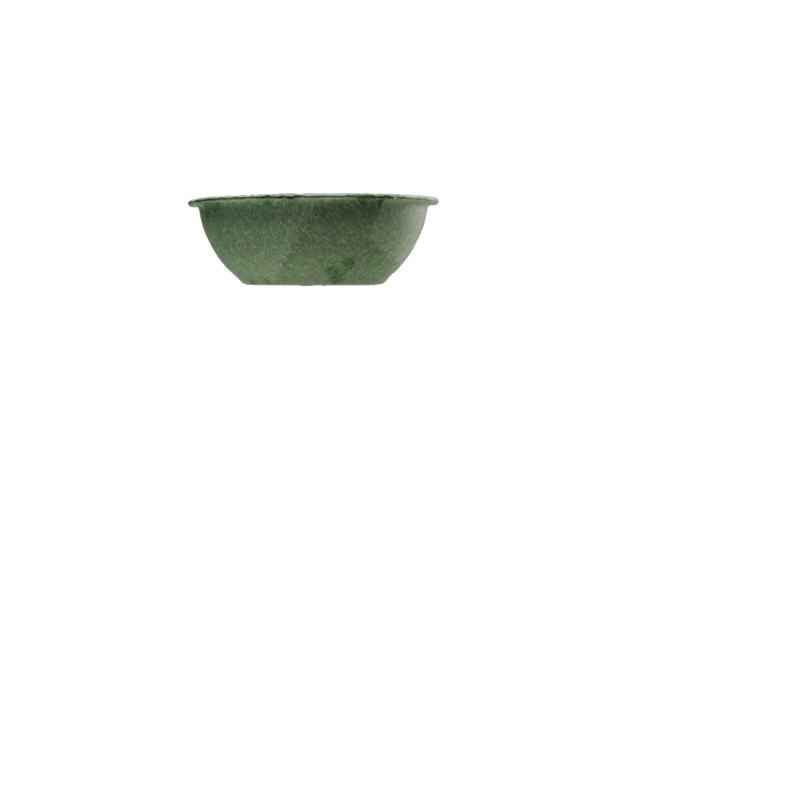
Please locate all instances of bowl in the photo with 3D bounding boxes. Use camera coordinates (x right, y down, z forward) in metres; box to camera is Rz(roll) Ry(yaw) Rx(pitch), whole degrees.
[{"bbox_3d":[-0.056,-0.102,0.714,0.162,0.055,0.164,0,6,-2],"label":"bowl"}]
